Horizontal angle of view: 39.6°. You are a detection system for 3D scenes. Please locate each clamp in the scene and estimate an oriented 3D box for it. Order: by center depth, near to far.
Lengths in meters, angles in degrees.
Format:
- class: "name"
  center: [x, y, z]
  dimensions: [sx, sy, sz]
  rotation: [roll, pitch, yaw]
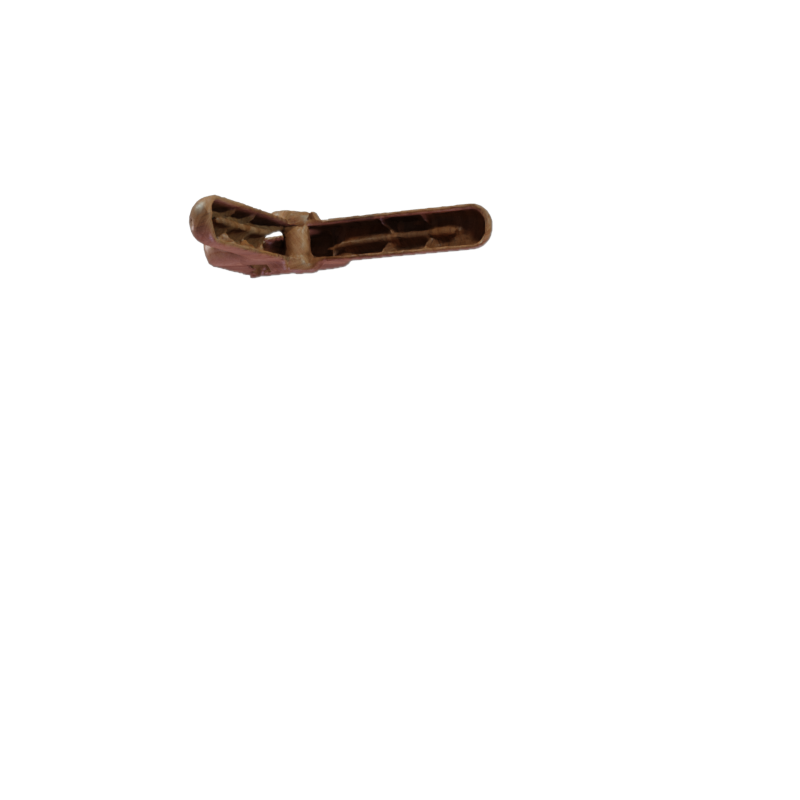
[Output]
- class: "clamp"
  center: [-0.051, -0.094, 0.657]
  dimensions: [0.162, 0.037, 0.212]
  rotation: [0, 1, -15]
